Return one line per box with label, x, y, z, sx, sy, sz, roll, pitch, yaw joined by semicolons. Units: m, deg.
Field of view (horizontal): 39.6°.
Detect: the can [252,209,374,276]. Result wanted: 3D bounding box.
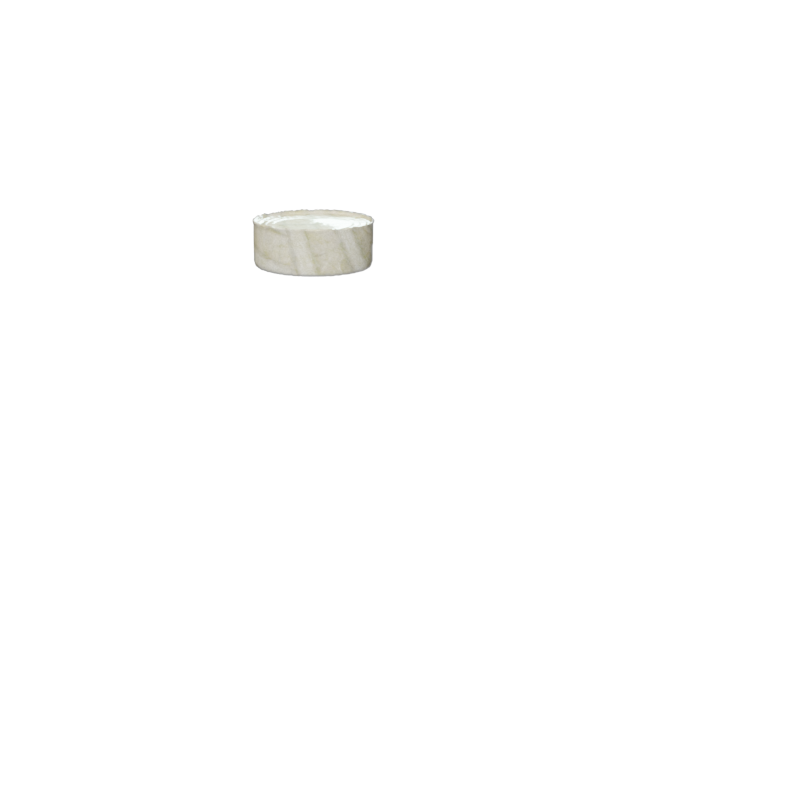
can;-0.061;-0.112;0.785;0.086;0.032;0.089;-1;17;-2
